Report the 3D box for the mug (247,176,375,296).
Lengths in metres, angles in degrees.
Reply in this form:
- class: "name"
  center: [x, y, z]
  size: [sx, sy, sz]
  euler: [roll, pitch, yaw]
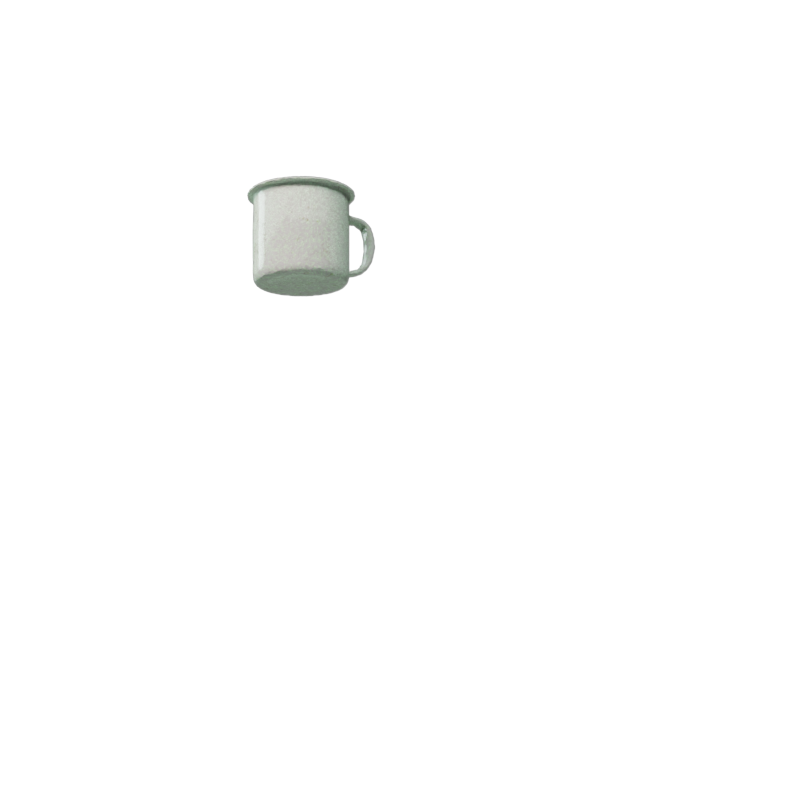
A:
- class: "mug"
  center: [-0.074, -0.135, 0.949]
  size: [0.112, 0.085, 0.094]
  euler: [7, -15, -31]
